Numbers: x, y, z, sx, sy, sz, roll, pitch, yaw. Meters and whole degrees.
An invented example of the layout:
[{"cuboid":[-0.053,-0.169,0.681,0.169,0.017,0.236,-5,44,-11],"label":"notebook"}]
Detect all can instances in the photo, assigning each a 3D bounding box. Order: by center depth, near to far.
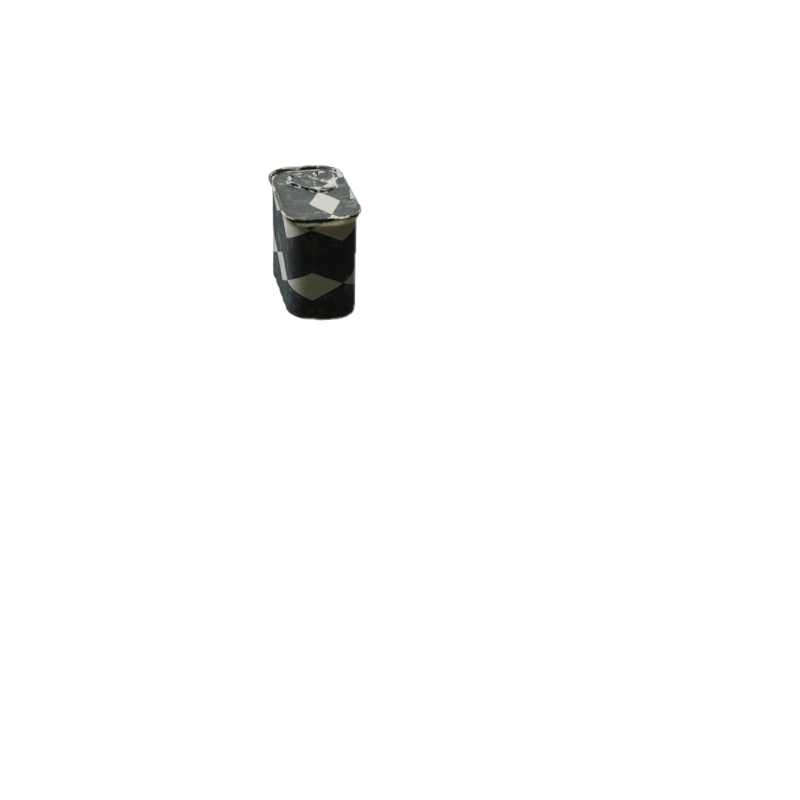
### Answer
[{"cuboid":[-0.065,-0.119,0.831,0.057,0.079,0.109,-5,31,-12],"label":"can"}]
